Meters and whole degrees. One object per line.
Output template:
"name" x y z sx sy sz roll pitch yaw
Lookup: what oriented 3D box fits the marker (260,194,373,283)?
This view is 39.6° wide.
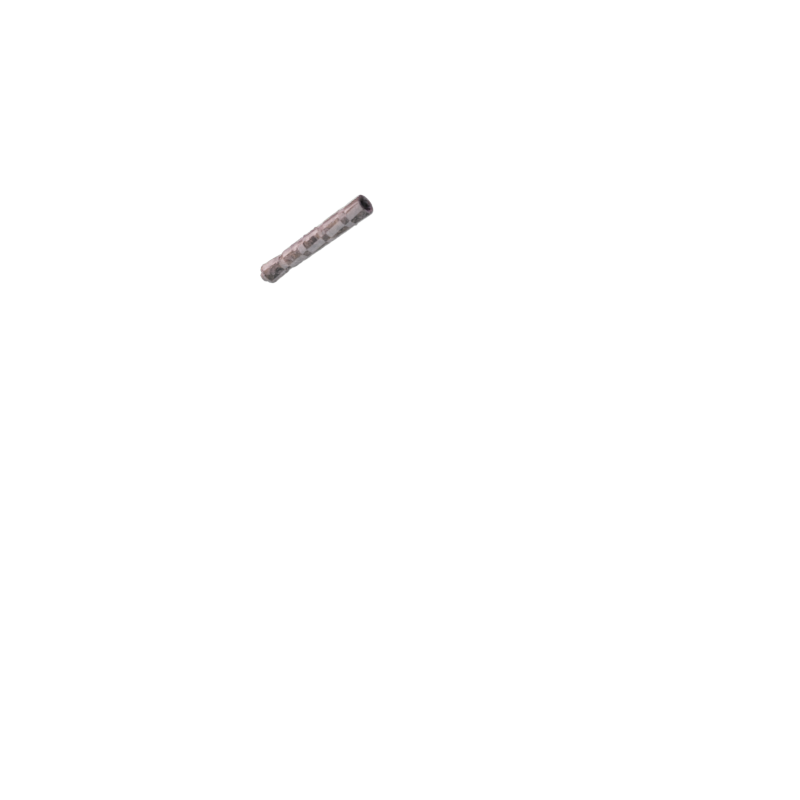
"marker" -0.072 -0.132 0.924 0.120 0.021 0.019 -31 -13 30
